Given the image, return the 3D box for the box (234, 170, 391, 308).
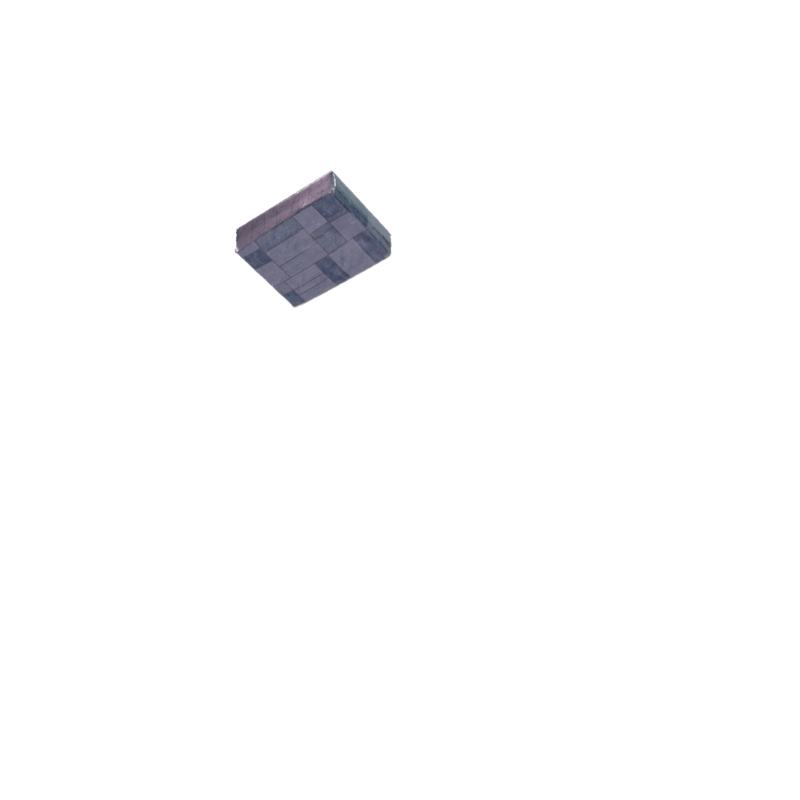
[{"bbox_3d":[-0.078,-0.142,0.995,0.113,0.042,0.084,-29,-55,22],"label":"box"}]
